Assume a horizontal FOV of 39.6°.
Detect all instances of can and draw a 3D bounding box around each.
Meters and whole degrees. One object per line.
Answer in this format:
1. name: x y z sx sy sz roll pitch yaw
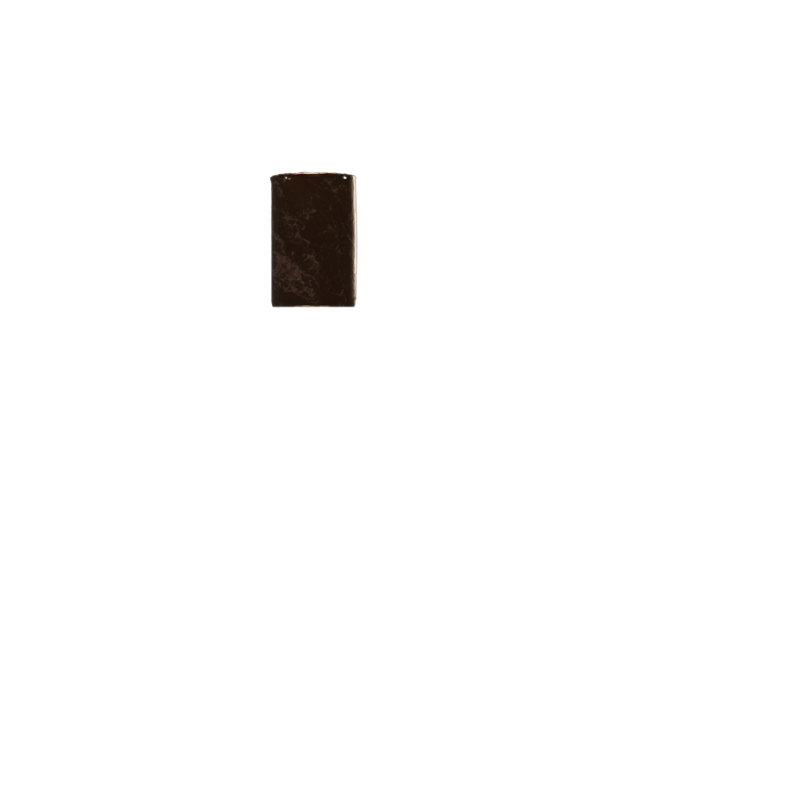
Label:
1. can: -0.068 -0.123 0.865 0.068 0.103 0.068 0 -1 -2
